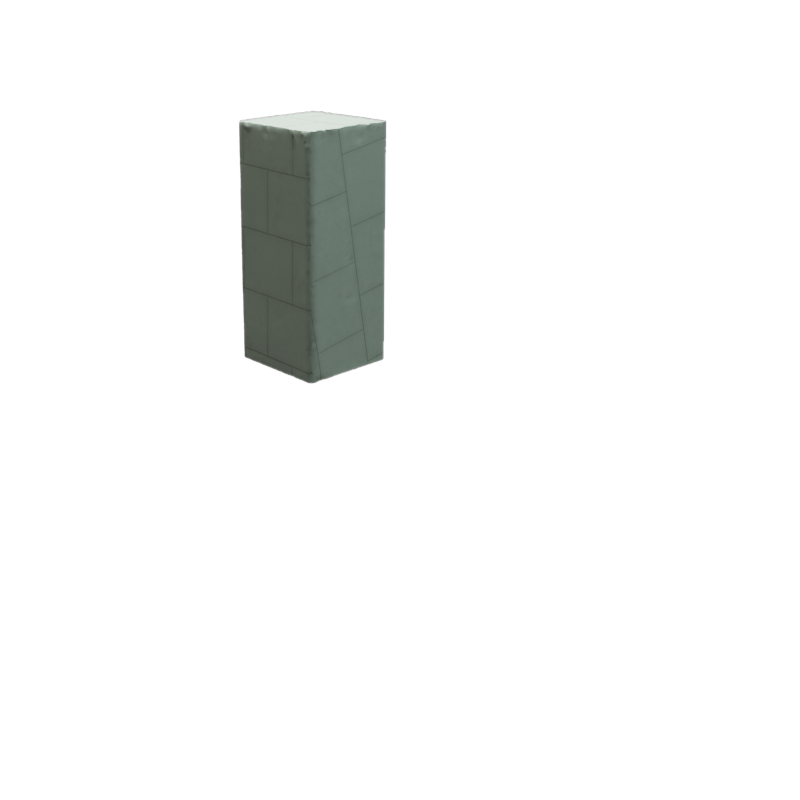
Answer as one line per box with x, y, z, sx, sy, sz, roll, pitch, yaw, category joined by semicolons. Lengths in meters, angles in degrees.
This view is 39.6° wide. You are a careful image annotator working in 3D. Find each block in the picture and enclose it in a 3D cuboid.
-0.074;-0.133;0.931;0.088;0.199;0.096;-15;23;-43;block
